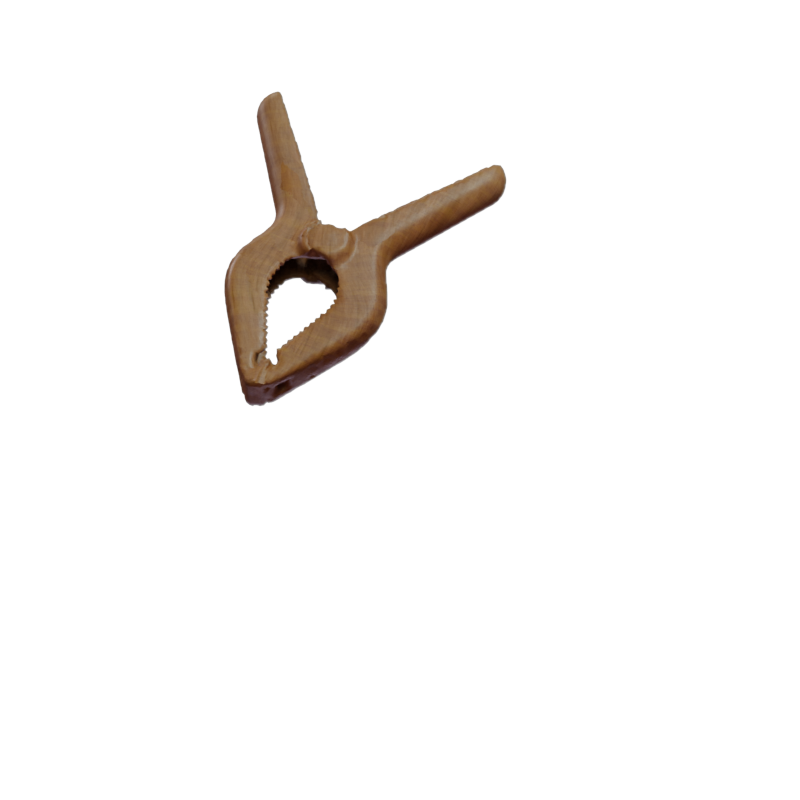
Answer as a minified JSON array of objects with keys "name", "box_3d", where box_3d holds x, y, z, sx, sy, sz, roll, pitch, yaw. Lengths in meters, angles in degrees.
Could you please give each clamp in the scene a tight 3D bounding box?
[{"name":"clamp","box_3d":[-0.052,-0.094,0.658,0.170,0.217,0.034,24,-29,15]}]
